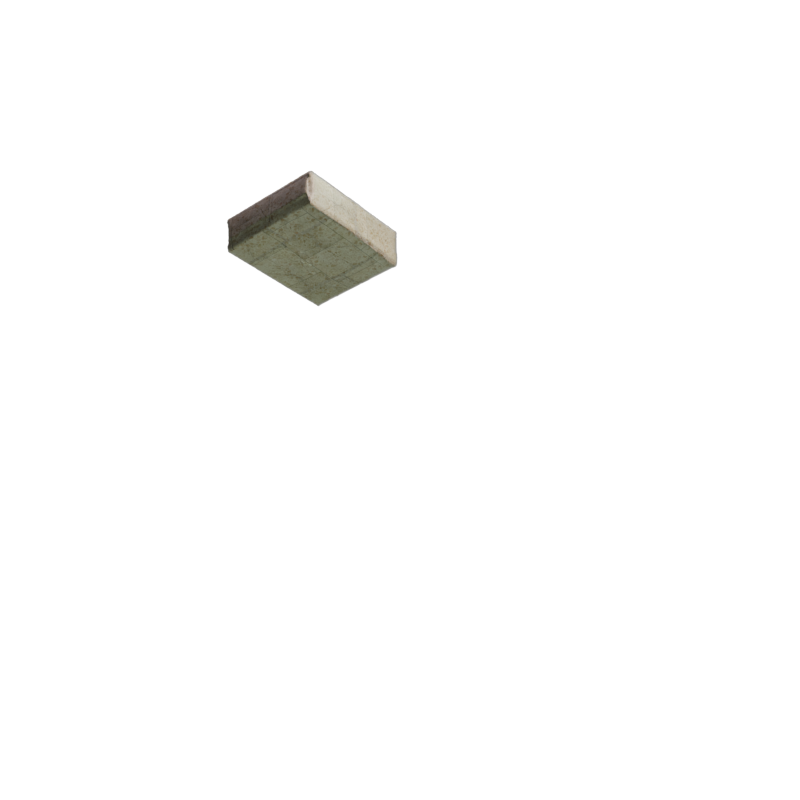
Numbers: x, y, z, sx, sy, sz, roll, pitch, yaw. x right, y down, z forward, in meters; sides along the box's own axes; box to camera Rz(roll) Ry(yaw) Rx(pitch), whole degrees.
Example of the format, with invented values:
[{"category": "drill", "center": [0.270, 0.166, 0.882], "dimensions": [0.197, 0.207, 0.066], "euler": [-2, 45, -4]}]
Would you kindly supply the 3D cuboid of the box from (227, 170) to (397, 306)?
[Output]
[{"category": "box", "center": [-0.070, -0.127, 0.892], "dimensions": [0.090, 0.042, 0.106], "euler": [-24, -40, 32]}]
